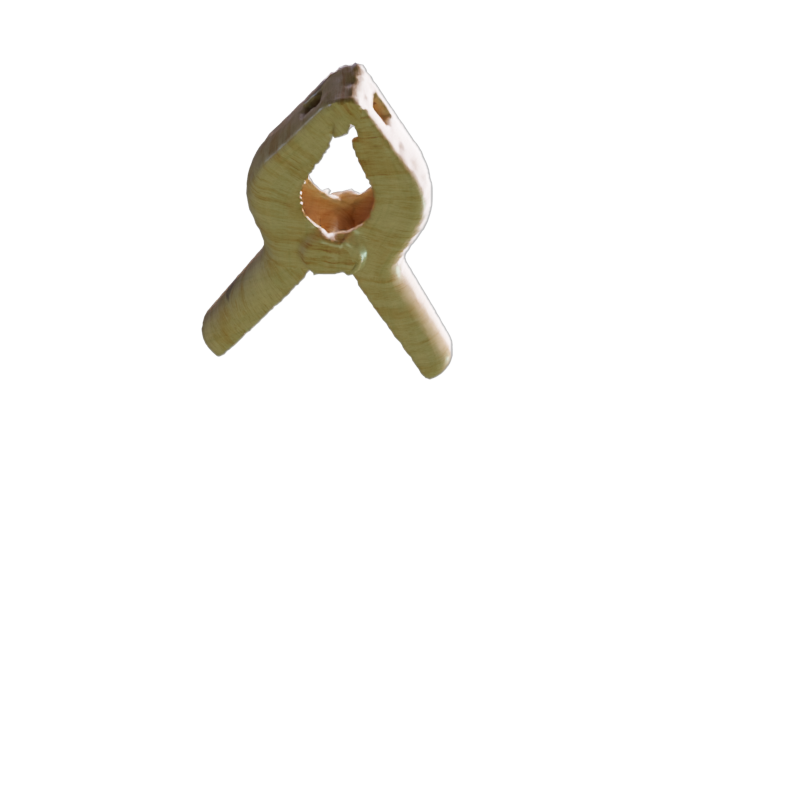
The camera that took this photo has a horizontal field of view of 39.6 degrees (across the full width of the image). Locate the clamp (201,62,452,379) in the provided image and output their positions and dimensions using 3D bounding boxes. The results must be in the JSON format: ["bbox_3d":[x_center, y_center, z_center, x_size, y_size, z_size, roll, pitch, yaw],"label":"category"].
[{"bbox_3d":[-0.039,-0.070,0.492,0.120,0.159,0.042,-3,44,2],"label":"clamp"}]
